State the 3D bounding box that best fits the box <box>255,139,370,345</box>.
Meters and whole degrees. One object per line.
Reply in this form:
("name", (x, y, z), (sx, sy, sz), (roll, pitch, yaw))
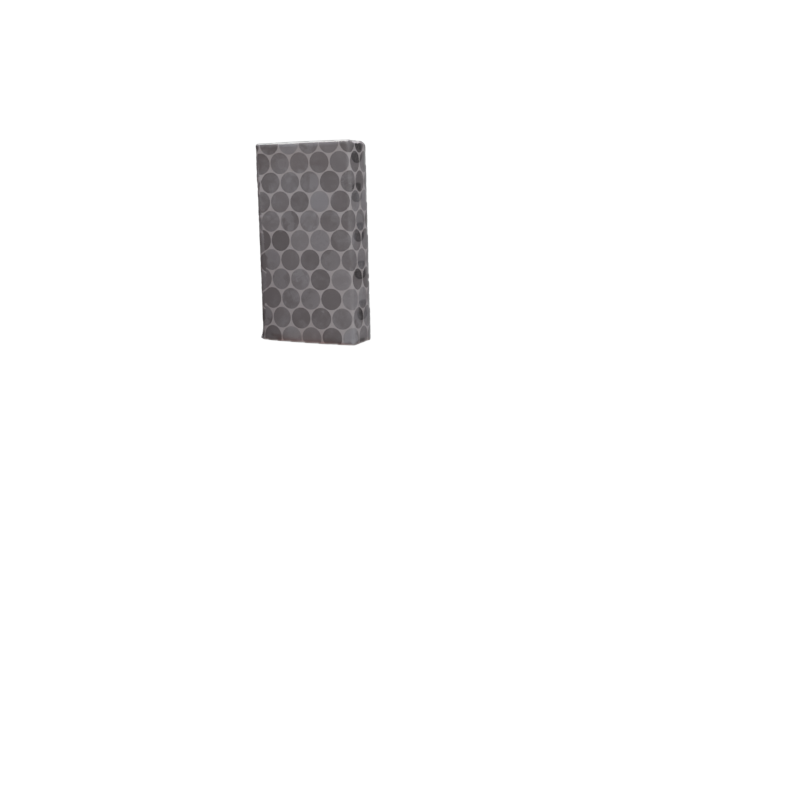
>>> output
("box", (-0.076, -0.139, 0.975), (0.096, 0.175, 0.047), (2, 2, 25))
